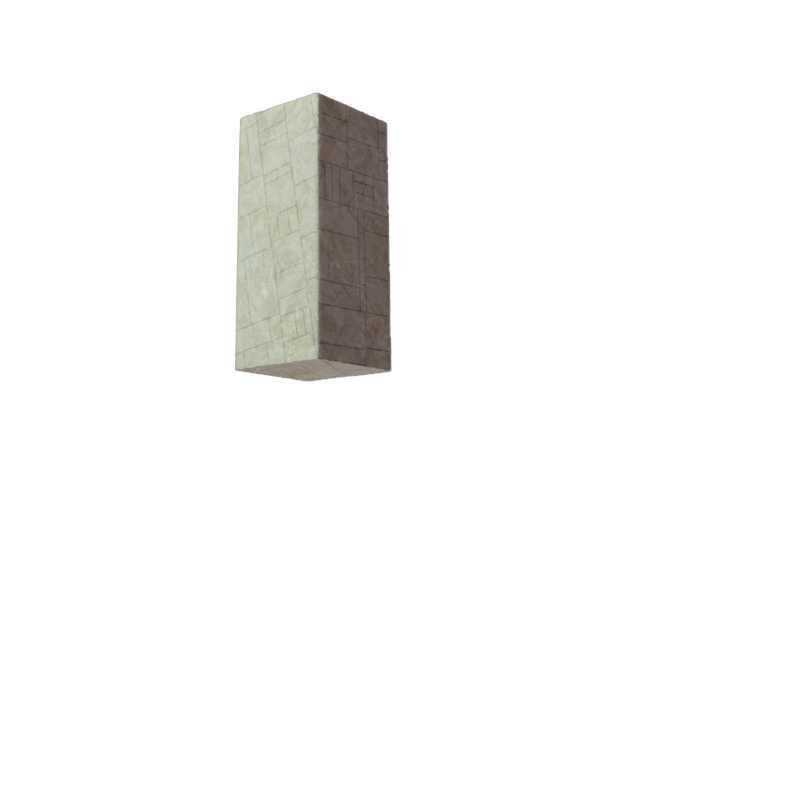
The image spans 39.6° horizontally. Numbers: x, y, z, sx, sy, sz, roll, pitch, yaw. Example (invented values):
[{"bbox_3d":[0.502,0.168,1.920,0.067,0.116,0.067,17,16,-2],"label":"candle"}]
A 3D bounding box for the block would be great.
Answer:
[{"bbox_3d":[-0.069,-0.126,0.880,0.092,0.213,0.086,-12,-17,38],"label":"block"}]
